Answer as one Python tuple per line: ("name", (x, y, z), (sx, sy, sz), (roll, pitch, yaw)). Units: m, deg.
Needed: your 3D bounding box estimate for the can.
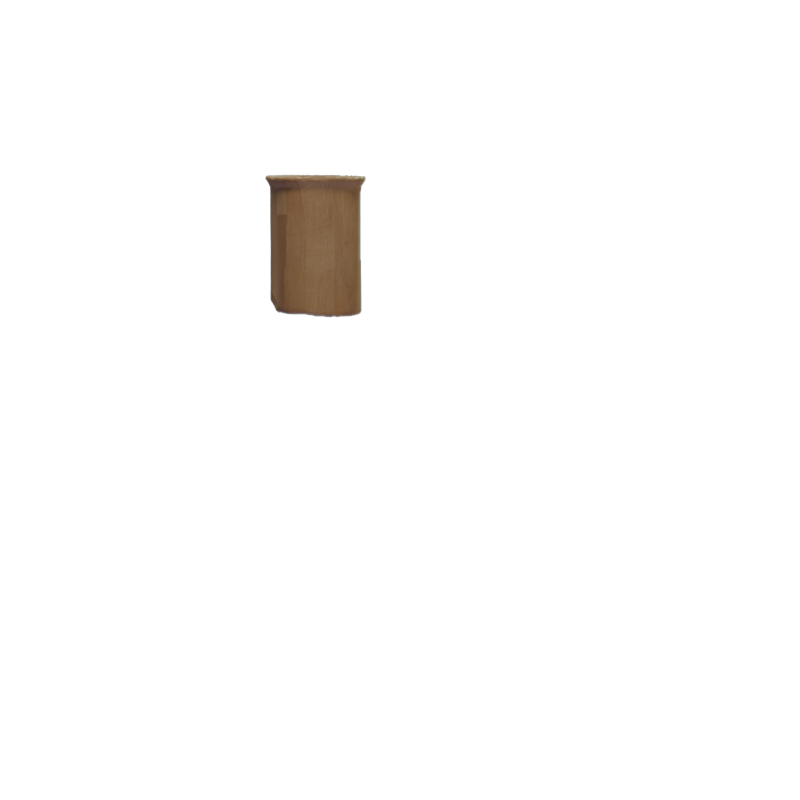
("can", (-0.055, -0.100, 0.699), (0.057, 0.083, 0.105), (-1, 9, -9))
